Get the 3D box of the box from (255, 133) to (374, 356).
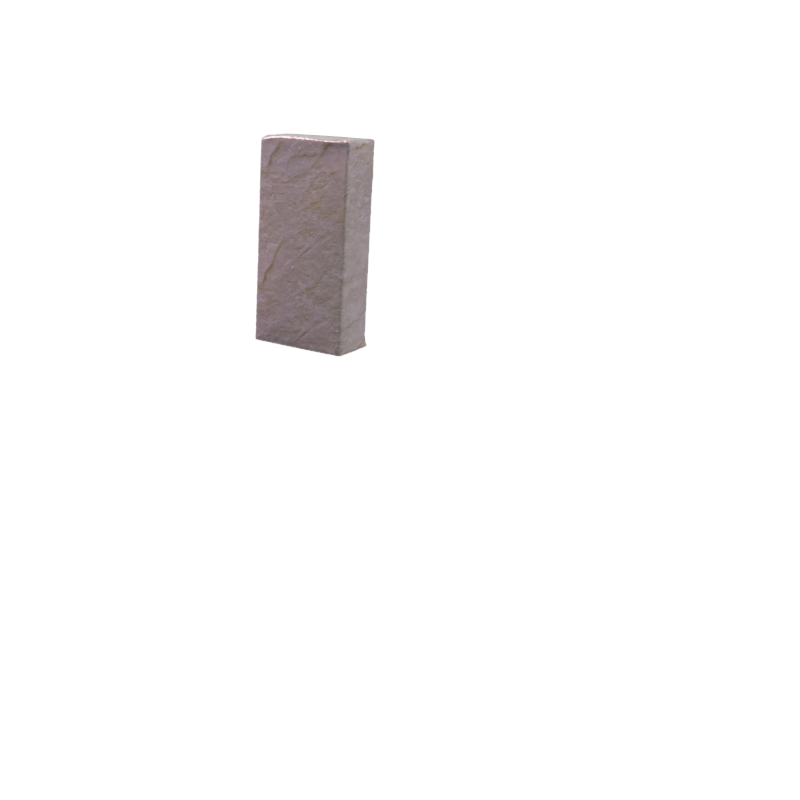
[{"bbox_3d":[-0.073,-0.132,0.925,0.098,0.172,0.047,8,13,34],"label":"box"}]
